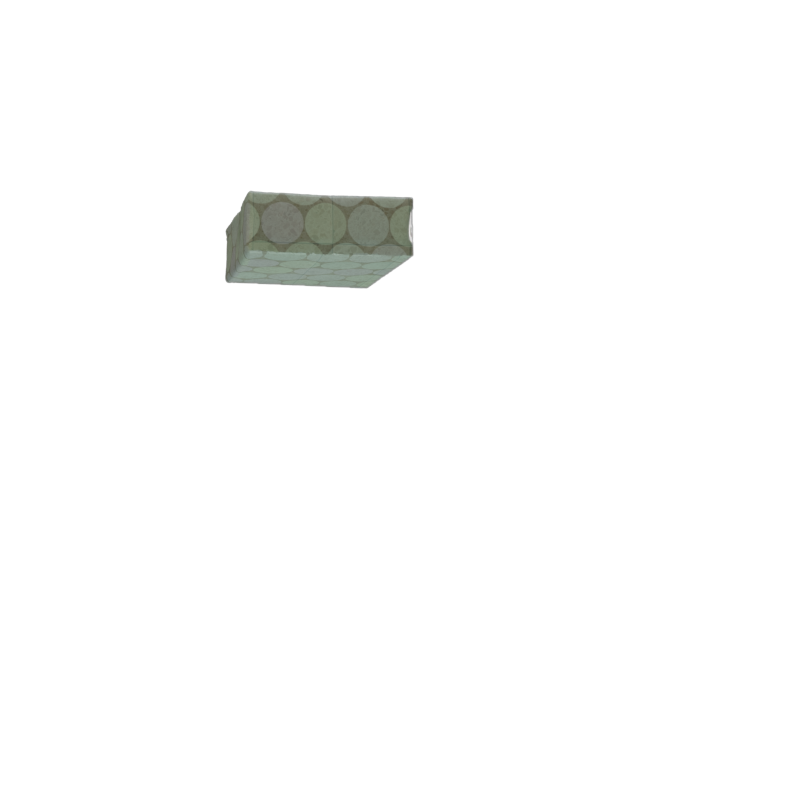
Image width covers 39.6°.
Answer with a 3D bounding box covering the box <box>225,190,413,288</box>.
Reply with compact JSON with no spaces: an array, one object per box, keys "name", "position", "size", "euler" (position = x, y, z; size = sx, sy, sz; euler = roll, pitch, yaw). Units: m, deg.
[{"name":"box","position":[-0.040,-0.073,0.513],"size":[0.072,0.031,0.089],"euler":[1,-4,-13]}]
